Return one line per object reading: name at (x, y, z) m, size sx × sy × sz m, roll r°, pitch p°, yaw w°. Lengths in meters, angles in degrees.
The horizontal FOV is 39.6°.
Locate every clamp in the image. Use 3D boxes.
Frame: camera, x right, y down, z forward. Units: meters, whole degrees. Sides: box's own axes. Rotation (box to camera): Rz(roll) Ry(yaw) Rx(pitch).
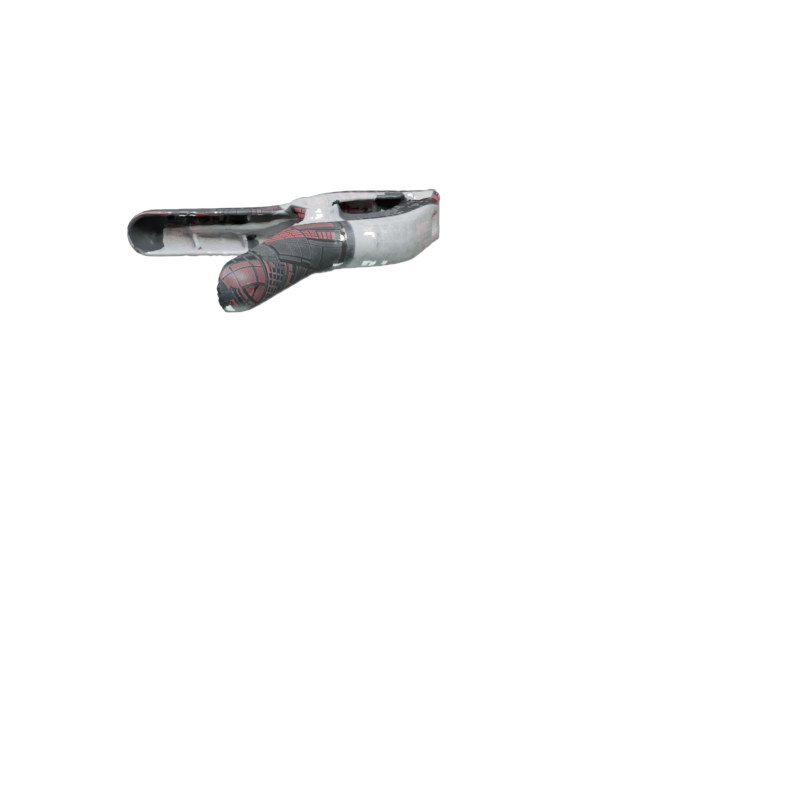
clamp at (-0.045, -0.082, 0.574) m, size 0.168 × 0.037 × 0.129 m, roll -13°, pitch 32°, yaw -21°
